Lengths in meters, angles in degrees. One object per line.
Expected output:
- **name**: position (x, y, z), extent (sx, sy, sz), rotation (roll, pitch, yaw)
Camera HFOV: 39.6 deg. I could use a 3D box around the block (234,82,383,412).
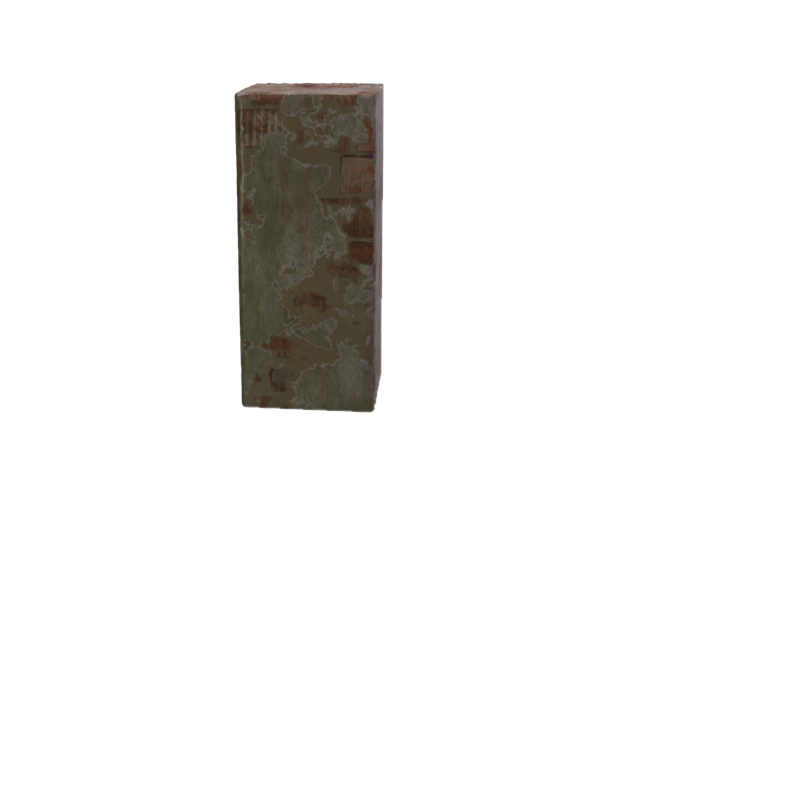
- **block**: position (-0.059, -0.106, 0.743), extent (0.091, 0.200, 0.092), rotation (2, 14, 4)
